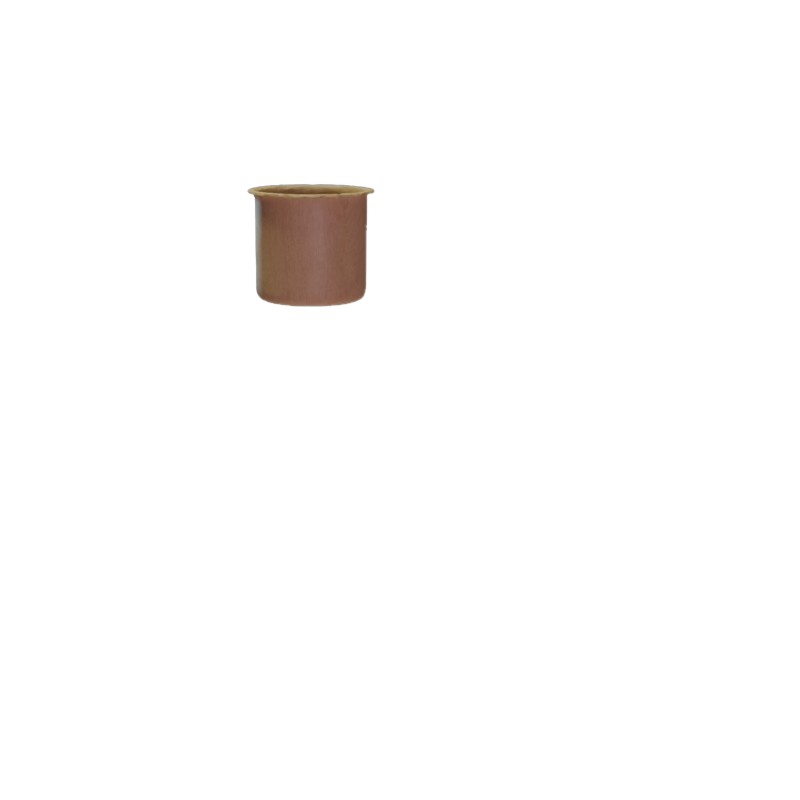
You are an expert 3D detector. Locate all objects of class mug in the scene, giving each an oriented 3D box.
[{"bbox_3d":[-0.065,-0.118,0.828,0.094,0.080,0.119,1,13,5],"label":"mug"}]
